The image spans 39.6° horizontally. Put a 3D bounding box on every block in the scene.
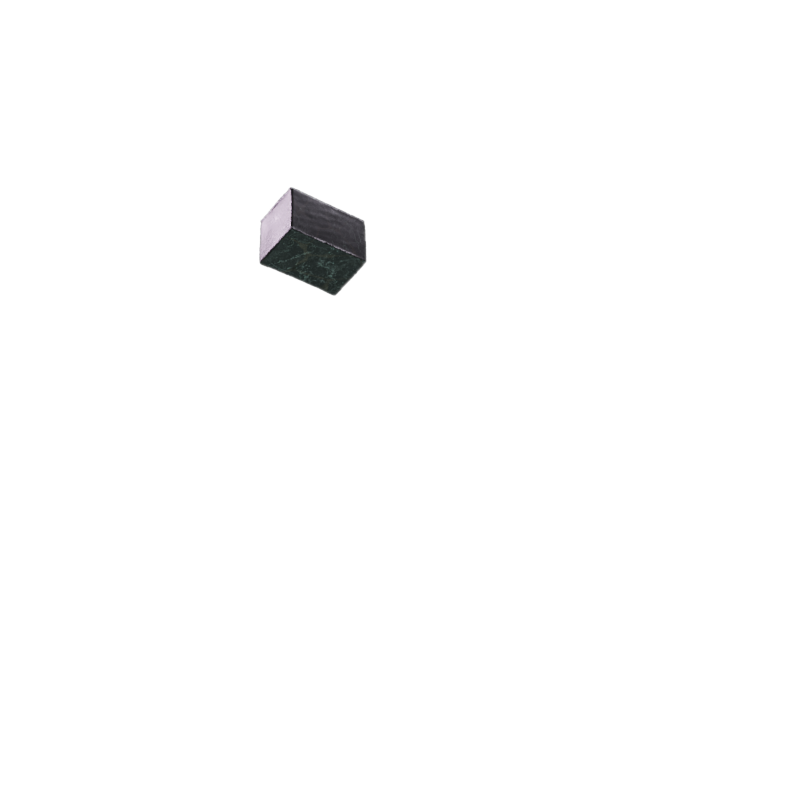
[{"bbox_3d":[-0.074,-0.135,0.947,0.074,0.055,0.052,23,-46,-26],"label":"block"}]
